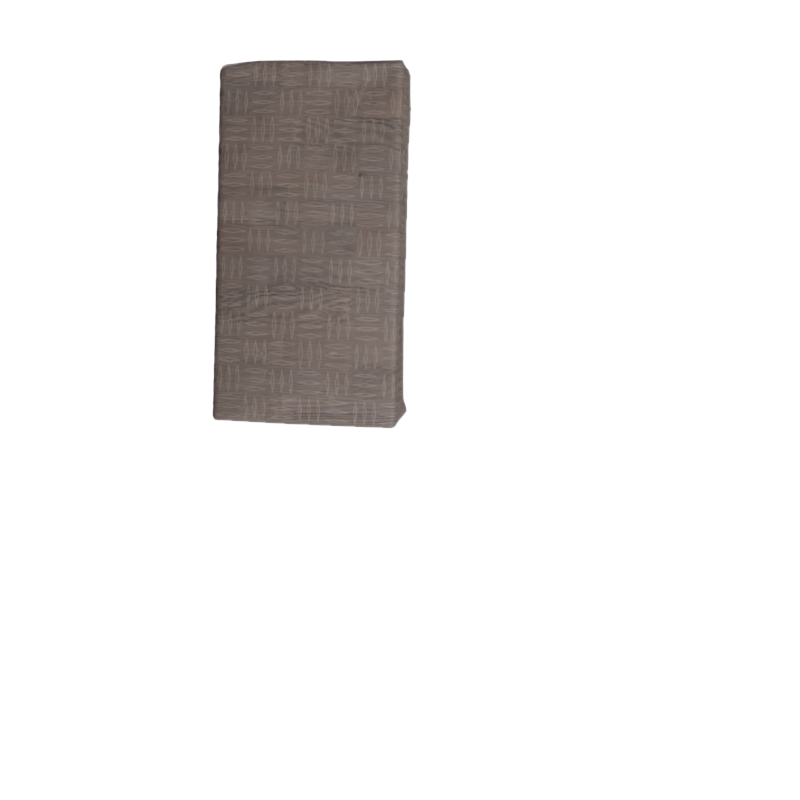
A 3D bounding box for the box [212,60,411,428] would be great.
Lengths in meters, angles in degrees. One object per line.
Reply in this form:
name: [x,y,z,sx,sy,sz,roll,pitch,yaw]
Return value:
box: [-0.043,-0.078,0.550,0.094,0.175,0.048,1,2,9]
